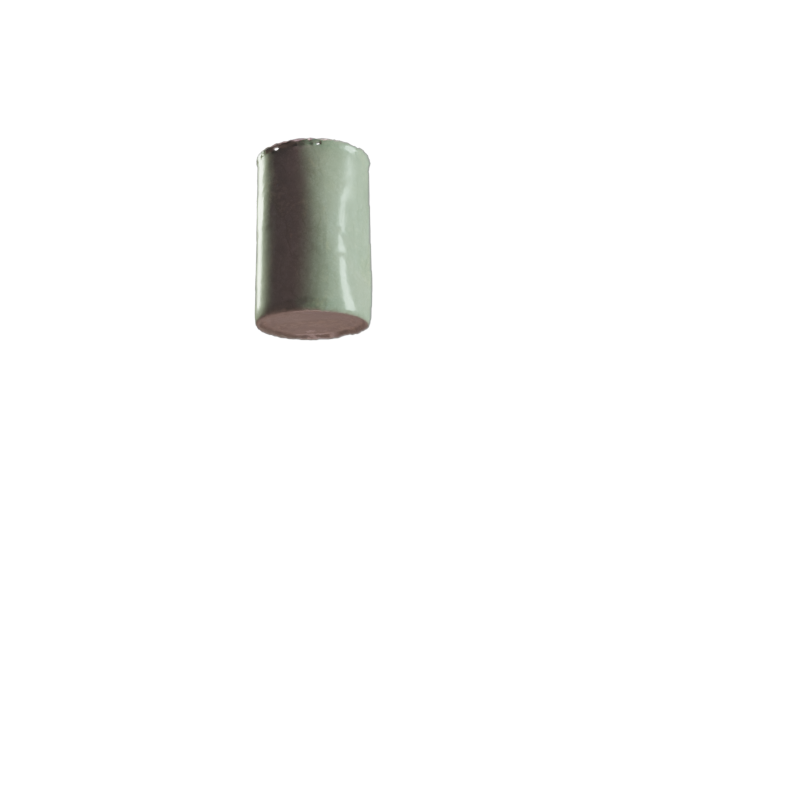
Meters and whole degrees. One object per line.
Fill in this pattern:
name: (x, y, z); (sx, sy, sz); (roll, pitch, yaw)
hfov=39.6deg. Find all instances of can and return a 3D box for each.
can: (-0.050, -0.092, 0.644); (0.068, 0.107, 0.066); (0, -16, -2)
